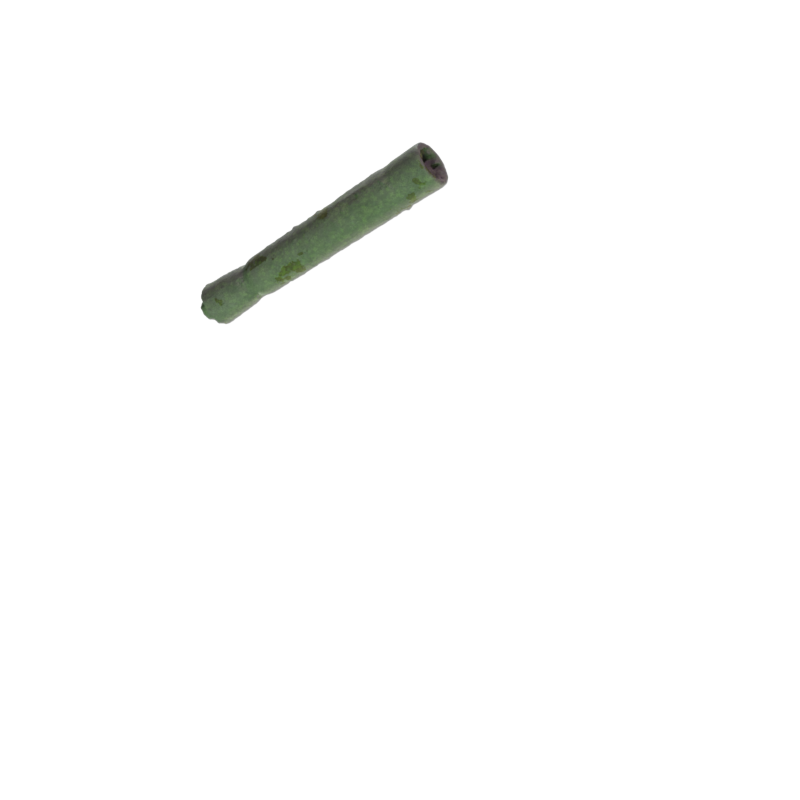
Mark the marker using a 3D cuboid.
[{"bbox_3d":[-0.034,-0.062,0.436,0.121,0.020,0.019,-28,-12,29],"label":"marker"}]
